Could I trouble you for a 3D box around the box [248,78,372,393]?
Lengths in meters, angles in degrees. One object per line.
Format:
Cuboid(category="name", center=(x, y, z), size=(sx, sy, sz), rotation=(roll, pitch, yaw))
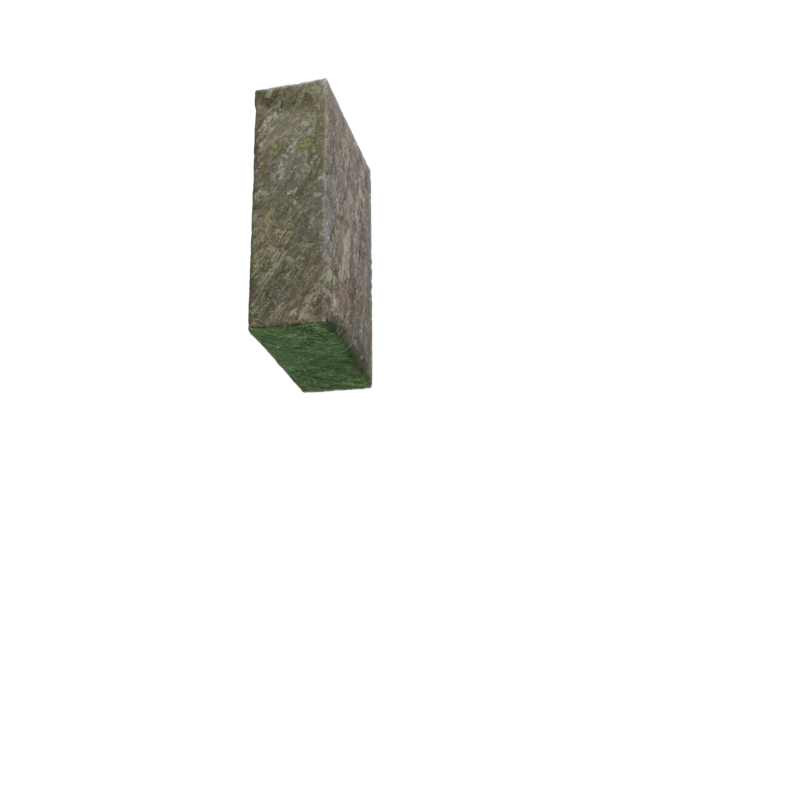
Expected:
Cuboid(category="box", center=(-0.072, -0.132, 0.924), size=(0.073, 0.225, 0.154), rotation=(-6, -22, 11))
